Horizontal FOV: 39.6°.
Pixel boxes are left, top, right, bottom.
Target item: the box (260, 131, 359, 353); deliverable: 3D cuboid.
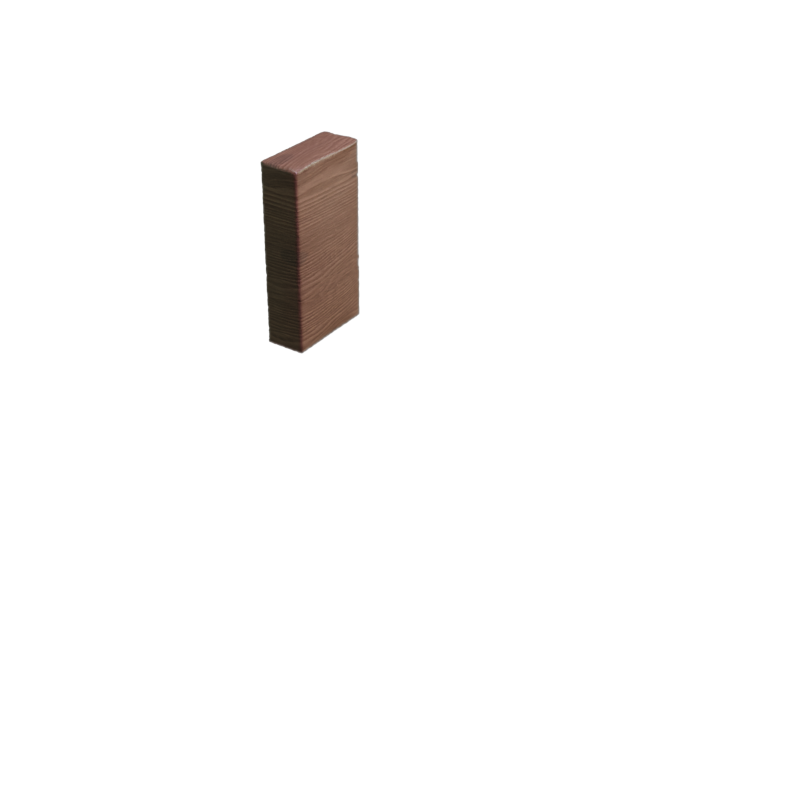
[{"bbox_3d":[-0.077,-0.141,0.986,0.051,0.166,0.094,20,34,28],"label":"box"}]
